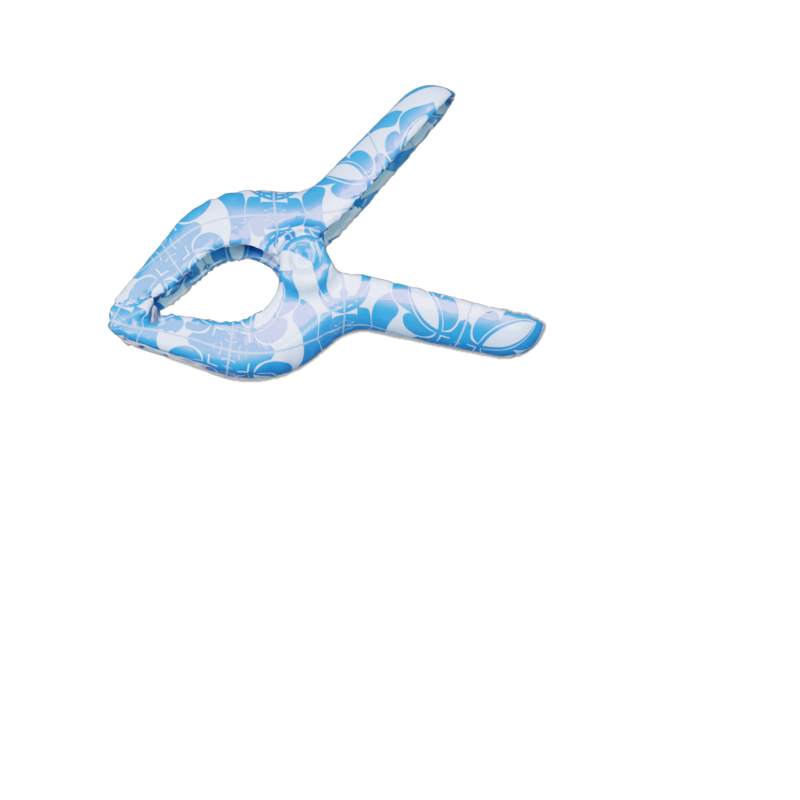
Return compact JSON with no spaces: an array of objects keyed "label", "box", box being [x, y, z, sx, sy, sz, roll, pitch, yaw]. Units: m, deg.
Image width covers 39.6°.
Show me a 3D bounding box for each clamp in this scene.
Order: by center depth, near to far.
[{"label":"clamp","box":[-0.036,-0.065,0.457,0.171,0.127,0.037,-9,-22,-4]}]
